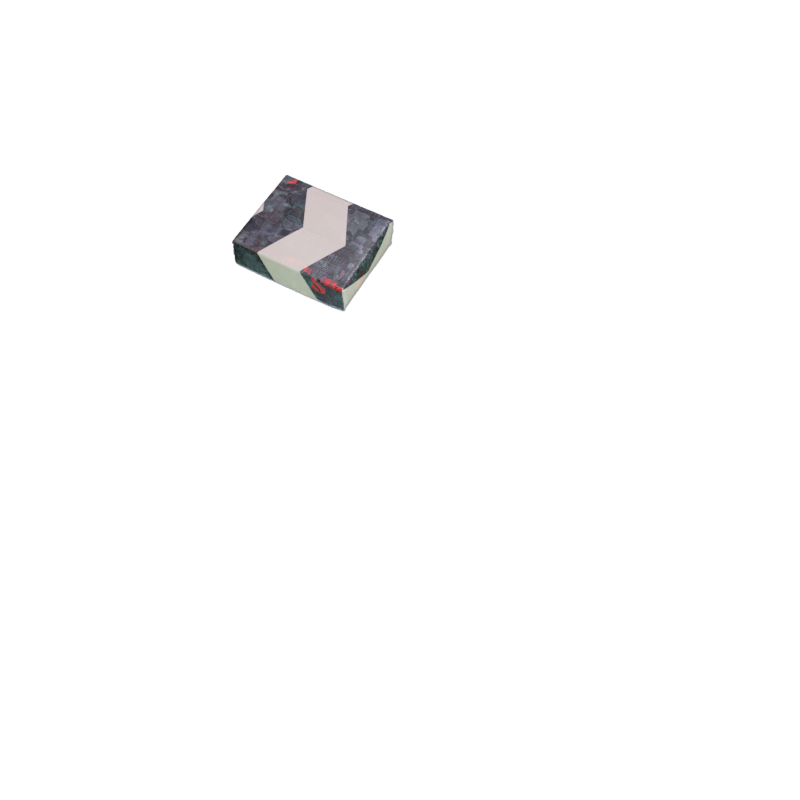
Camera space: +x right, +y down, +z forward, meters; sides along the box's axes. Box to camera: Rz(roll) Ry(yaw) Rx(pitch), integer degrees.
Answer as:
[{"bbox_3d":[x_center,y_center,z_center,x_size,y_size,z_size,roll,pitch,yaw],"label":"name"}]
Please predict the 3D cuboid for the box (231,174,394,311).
[{"bbox_3d":[-0.075,-0.137,0.963,0.118,0.093,0.036,25,-31,16],"label":"box"}]
